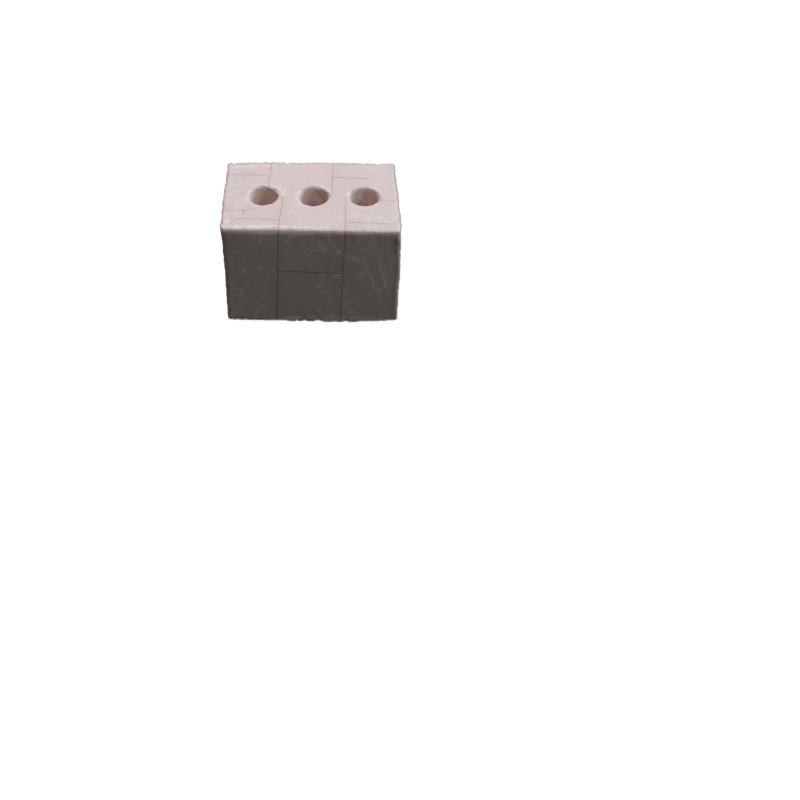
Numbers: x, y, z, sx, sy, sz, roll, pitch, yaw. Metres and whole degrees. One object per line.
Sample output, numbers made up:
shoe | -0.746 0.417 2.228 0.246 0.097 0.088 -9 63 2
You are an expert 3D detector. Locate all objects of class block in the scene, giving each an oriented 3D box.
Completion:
block | -0.039 -0.070 0.493 0.078 0.048 0.056 0 41 -1
